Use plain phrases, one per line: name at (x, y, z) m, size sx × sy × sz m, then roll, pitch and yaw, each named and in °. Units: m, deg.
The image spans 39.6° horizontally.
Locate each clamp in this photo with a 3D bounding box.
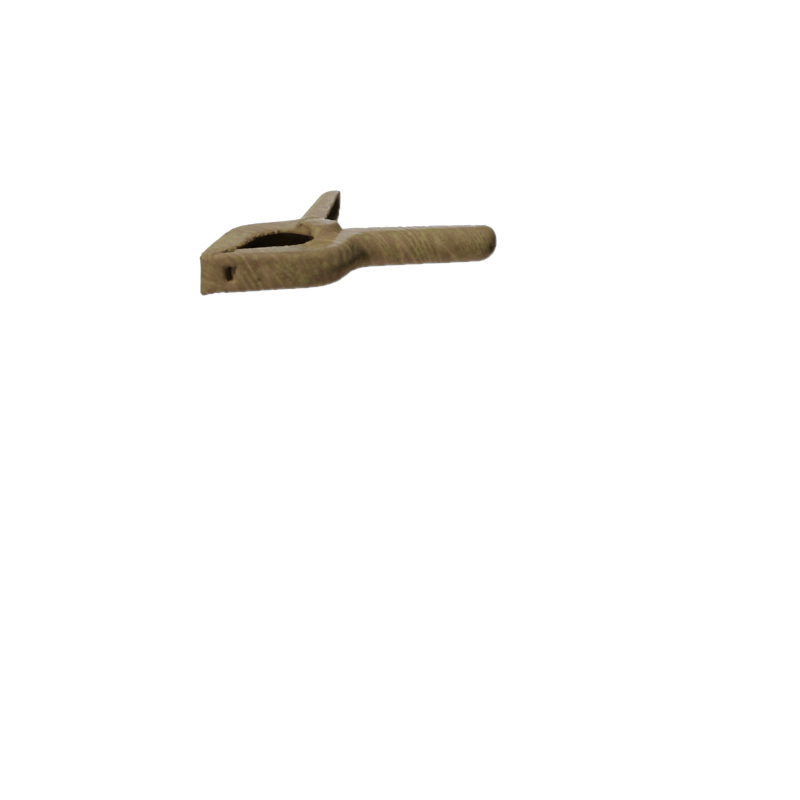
clamp at (-0.061, -0.111, 0.775) m, size 0.206 × 0.035 × 0.175 m, roll -18°, pitch 28°, yaw -37°
